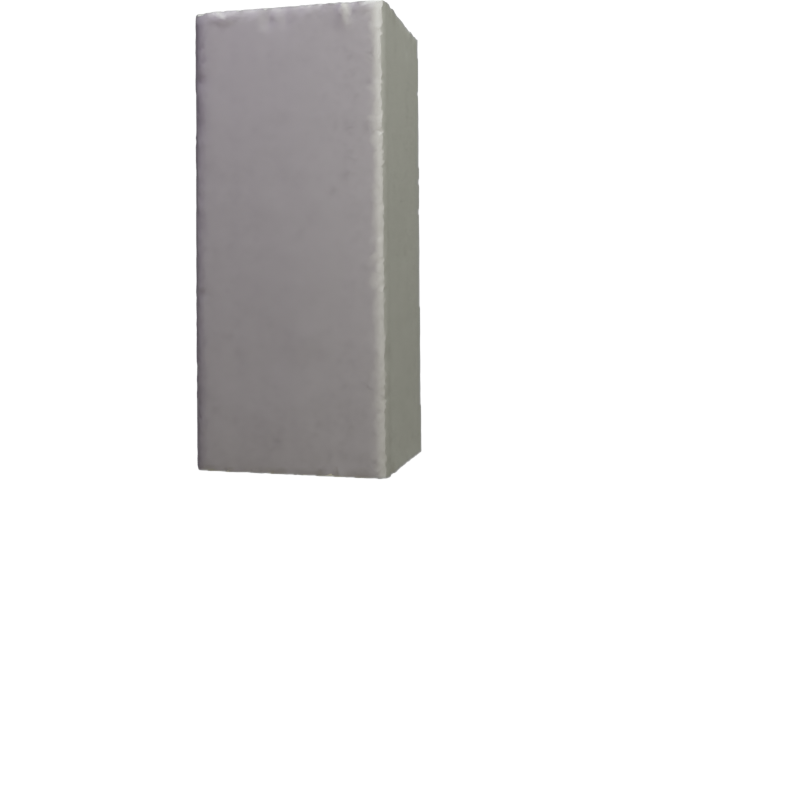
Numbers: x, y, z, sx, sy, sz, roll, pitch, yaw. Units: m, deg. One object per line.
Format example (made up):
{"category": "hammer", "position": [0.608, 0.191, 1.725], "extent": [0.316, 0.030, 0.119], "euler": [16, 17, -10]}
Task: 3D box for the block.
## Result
{"category": "block", "position": [-0.042, -0.075, 0.528], "extent": [0.092, 0.207, 0.088], "euler": [0, -1, 13]}
